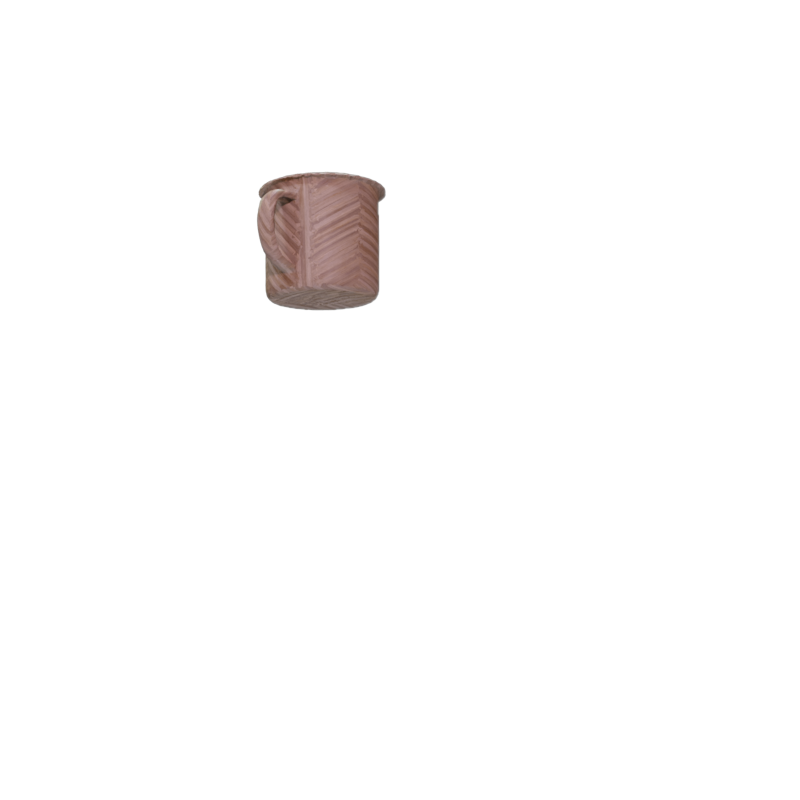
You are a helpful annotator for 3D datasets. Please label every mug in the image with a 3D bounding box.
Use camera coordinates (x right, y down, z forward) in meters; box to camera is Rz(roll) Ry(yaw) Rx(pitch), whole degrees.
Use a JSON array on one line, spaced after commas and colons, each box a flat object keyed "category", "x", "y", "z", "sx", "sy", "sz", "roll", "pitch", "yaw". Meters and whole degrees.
[{"category": "mug", "x": -0.062, "y": -0.113, "z": 0.789, "sx": 0.095, "sy": 0.084, "sz": 0.111, "roll": -7, "pitch": -12, "yaw": 29}]
